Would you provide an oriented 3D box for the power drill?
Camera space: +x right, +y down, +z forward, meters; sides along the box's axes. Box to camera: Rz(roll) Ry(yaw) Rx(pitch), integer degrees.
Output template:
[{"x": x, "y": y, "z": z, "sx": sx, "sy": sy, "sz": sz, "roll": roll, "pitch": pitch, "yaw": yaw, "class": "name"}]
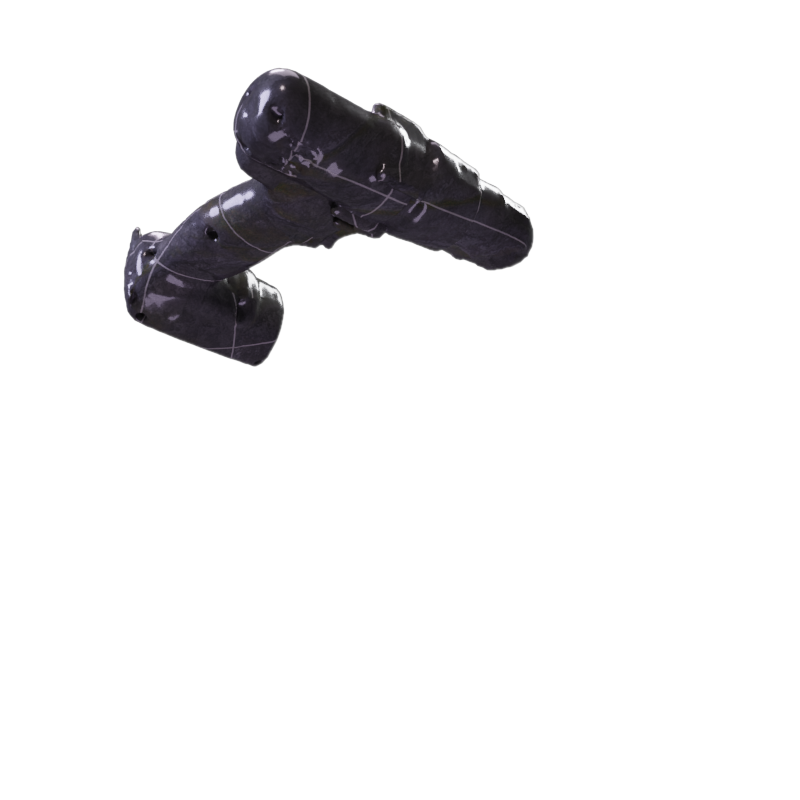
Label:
[{"x": -0.047, "y": -0.086, "z": 0.601, "sx": 0.174, "sy": 0.061, "sz": 0.186, "roll": 26, "pitch": -42, "yaw": -33, "class": "power drill"}]
